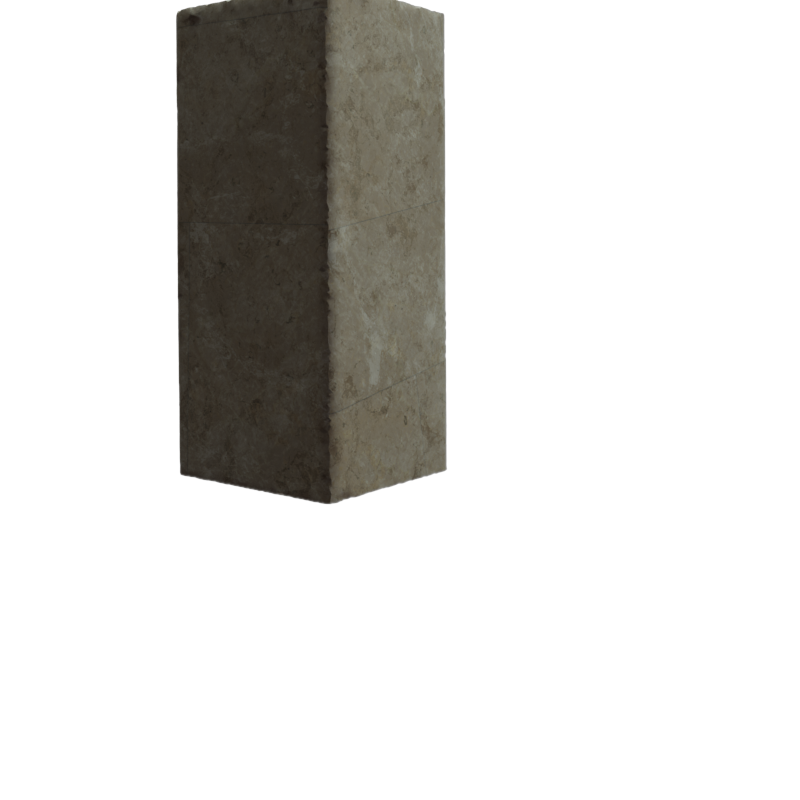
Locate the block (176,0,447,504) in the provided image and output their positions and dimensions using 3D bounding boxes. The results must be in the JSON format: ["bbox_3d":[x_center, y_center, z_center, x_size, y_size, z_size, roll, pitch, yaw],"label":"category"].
[{"bbox_3d":[-0.039,-0.071,0.496,0.094,0.206,0.087,2,2,38],"label":"block"}]
